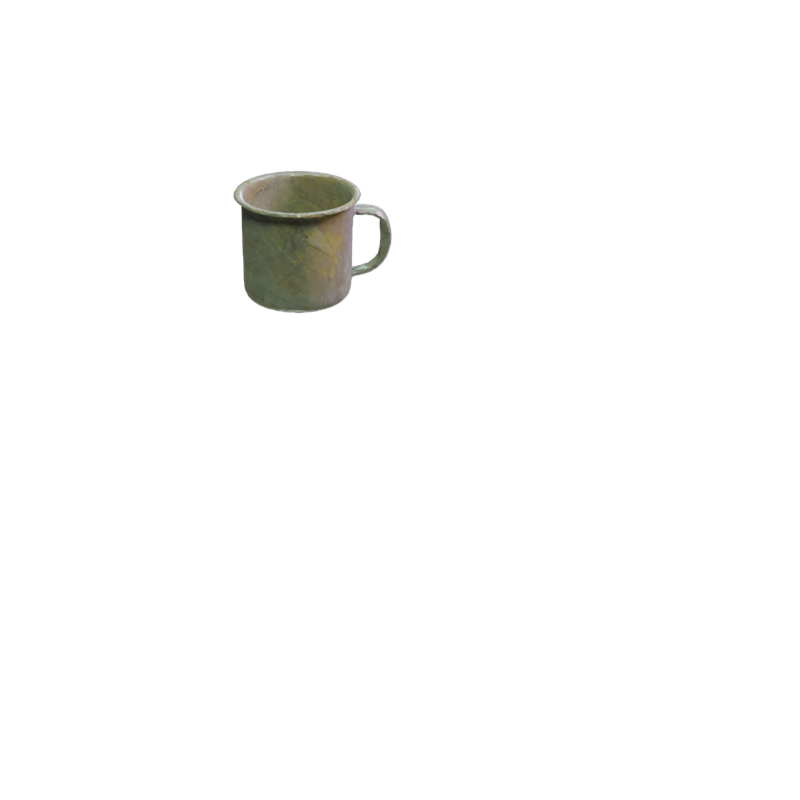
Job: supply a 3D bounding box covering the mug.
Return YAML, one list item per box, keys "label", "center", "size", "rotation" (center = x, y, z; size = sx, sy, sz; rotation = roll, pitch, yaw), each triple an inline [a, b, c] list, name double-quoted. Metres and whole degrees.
- label: "mug"
  center: [-0.065, -0.118, 0.826]
  size: [0.116, 0.077, 0.099]
  rotation: [-4, 28, -8]
